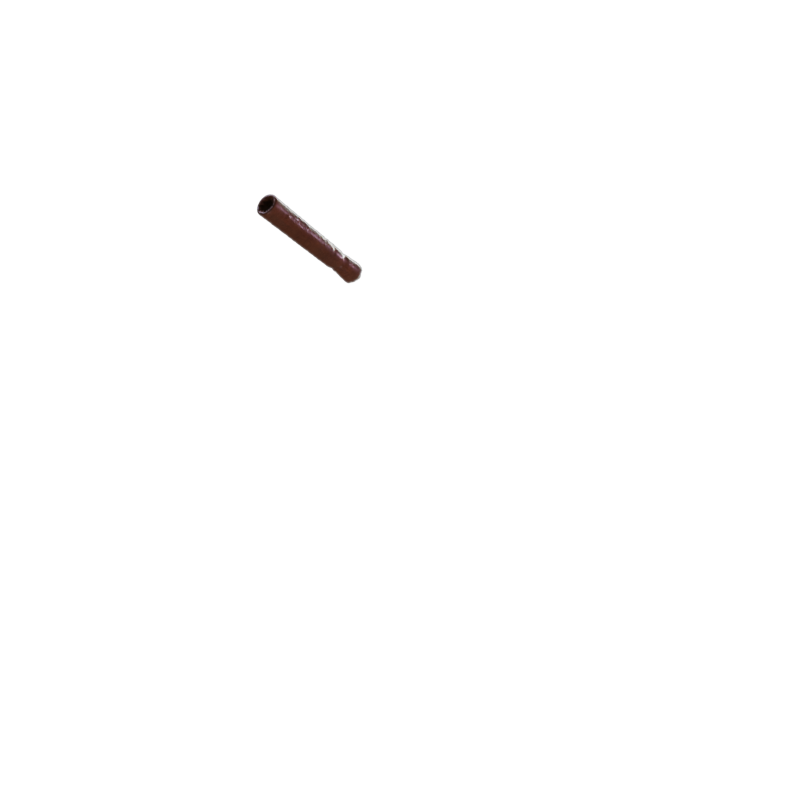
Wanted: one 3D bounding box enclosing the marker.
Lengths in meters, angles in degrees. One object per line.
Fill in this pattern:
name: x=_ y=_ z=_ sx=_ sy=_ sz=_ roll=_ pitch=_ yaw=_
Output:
marker: x=-0.069 y=-0.126 z=0.885 sx=0.021 sy=0.020 sz=0.112 roll=3 pitch=-22 yaw=42
